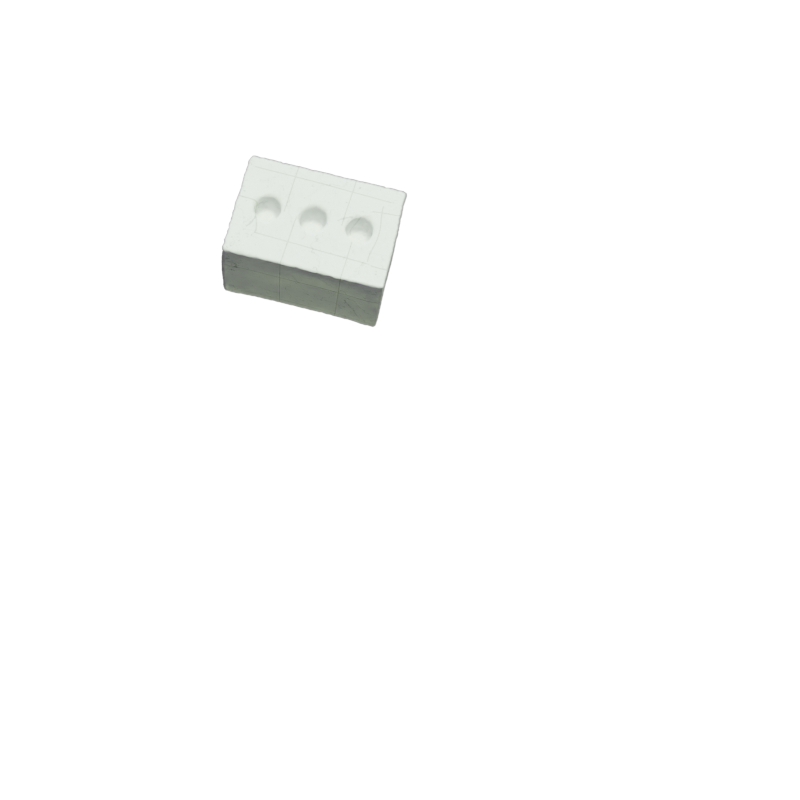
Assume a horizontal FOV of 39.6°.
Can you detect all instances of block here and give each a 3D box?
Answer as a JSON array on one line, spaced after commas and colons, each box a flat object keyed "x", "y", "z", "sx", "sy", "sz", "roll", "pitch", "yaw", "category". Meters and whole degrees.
[{"x": -0.041, "y": -0.076, "z": 0.529, "sx": 0.079, "sy": 0.055, "sz": 0.049, "roll": 13, "pitch": -21, "yaw": 4, "category": "block"}]
